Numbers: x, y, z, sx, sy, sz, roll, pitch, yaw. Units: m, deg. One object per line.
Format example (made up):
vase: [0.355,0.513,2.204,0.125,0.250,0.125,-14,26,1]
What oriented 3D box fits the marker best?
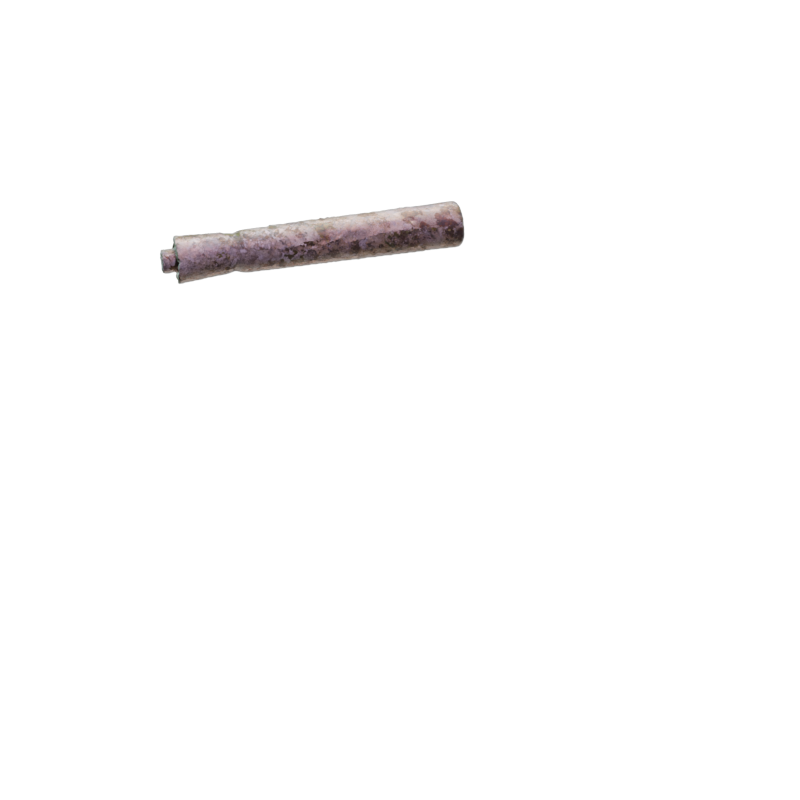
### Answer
marker: [-0.034,-0.063,0.440,0.119,0.020,0.020,-9,6,-12]
